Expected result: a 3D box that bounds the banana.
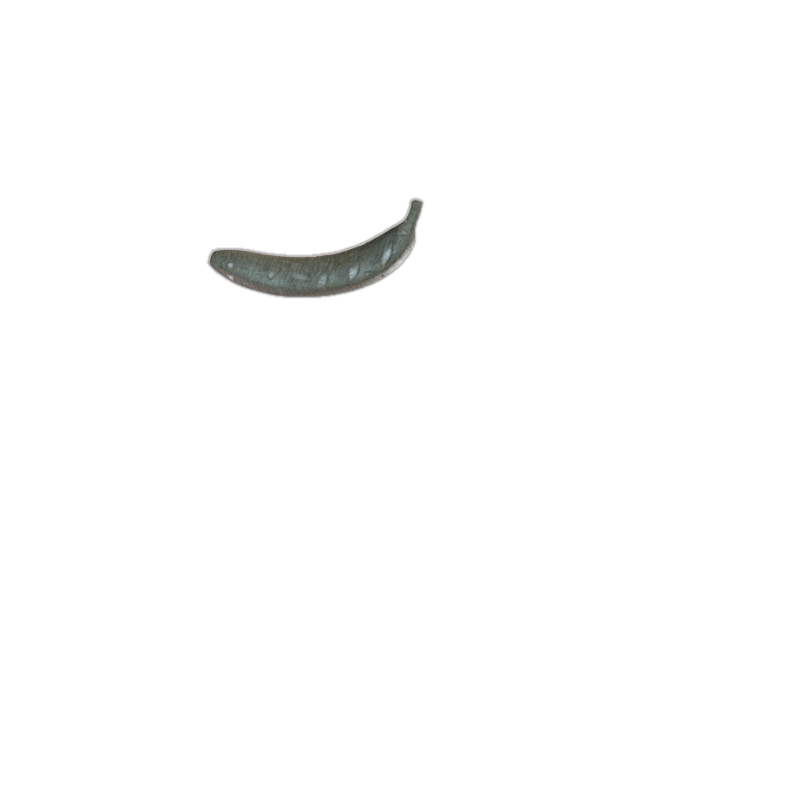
[{"bbox_3d":[-0.069,-0.126,0.997,0.198,0.067,0.038,-15,13,3],"label":"banana"}]
